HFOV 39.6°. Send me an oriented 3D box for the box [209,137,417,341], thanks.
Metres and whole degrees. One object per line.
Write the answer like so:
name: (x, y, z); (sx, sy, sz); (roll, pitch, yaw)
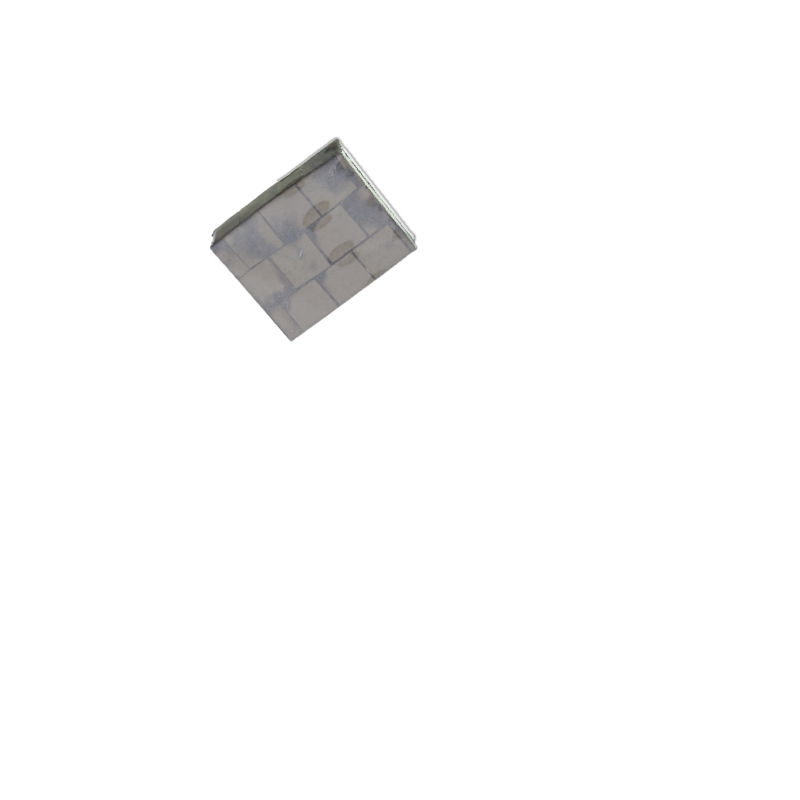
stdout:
box: (-0.059, -0.108, 0.755); (0.113, 0.086, 0.041); (-35, 19, 13)
